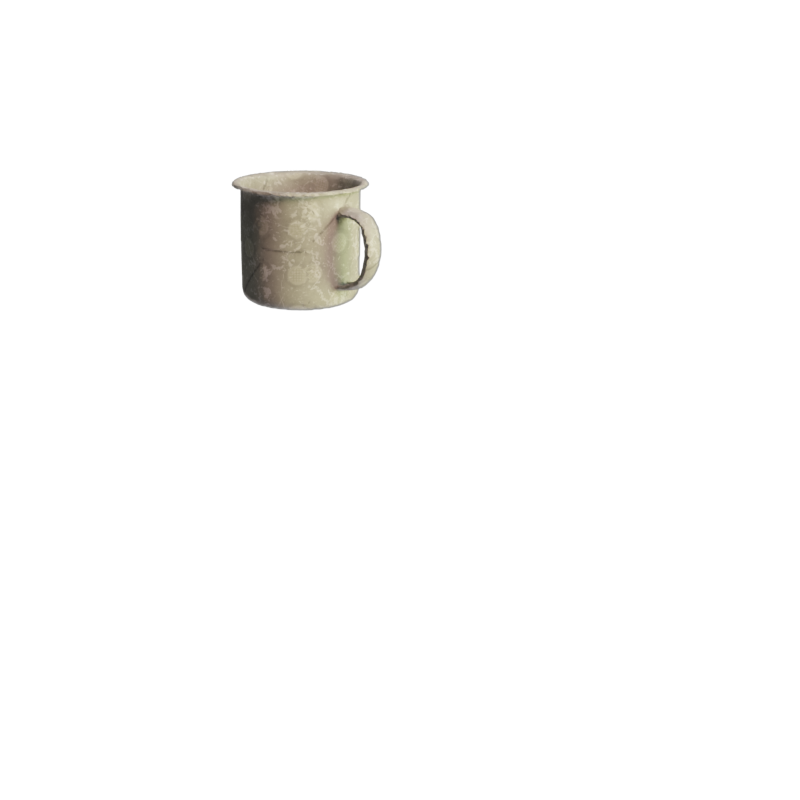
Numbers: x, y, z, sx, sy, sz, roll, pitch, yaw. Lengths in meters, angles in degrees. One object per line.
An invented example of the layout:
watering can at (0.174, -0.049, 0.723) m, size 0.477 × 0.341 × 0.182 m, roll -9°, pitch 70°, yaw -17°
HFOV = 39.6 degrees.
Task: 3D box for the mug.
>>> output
mug at (-0.059, -0.108, 0.754) m, size 0.123 × 0.079 × 0.092 m, roll 15°, pitch 23°, yaw 38°
